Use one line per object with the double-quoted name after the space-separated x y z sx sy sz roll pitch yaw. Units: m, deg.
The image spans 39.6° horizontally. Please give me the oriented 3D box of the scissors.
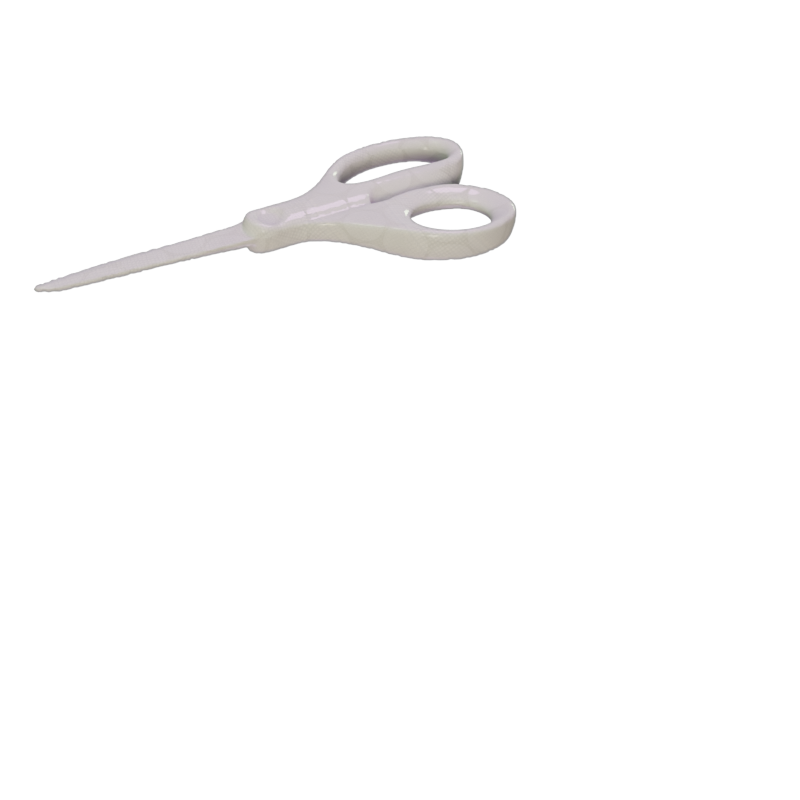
-0.035 -0.064 0.447 0.103 0.015 0.202 30 47 33 "scissors"
